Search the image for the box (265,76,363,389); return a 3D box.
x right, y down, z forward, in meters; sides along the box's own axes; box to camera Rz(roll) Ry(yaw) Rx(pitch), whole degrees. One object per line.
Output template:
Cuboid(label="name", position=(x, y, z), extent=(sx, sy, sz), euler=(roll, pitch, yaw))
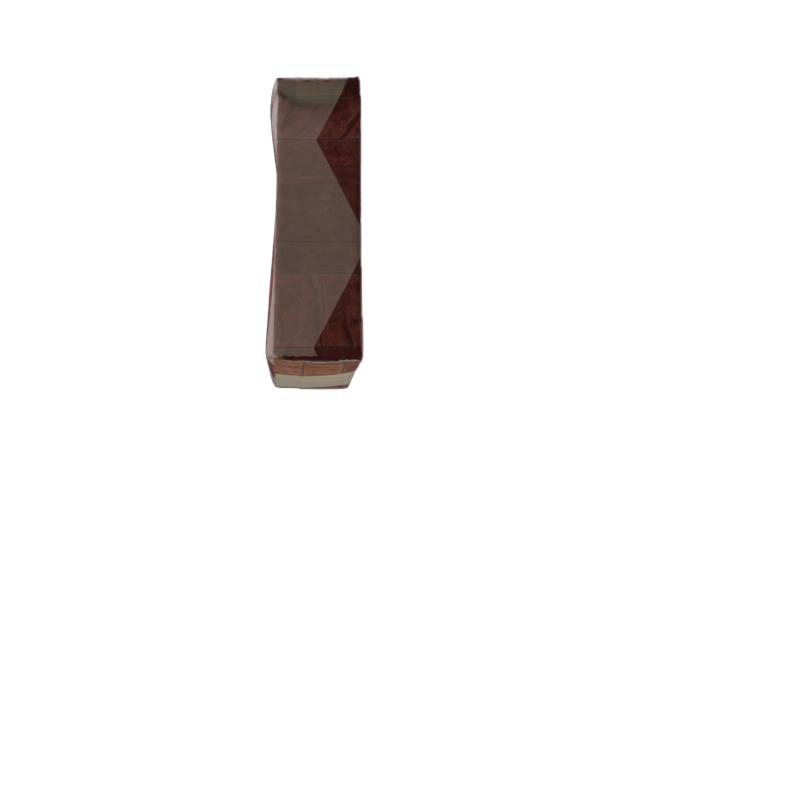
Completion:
Cuboid(label="box", position=(-0.068, -0.123, 0.864), extent=(0.071, 0.220, 0.160), euler=(0, -11, -5))
